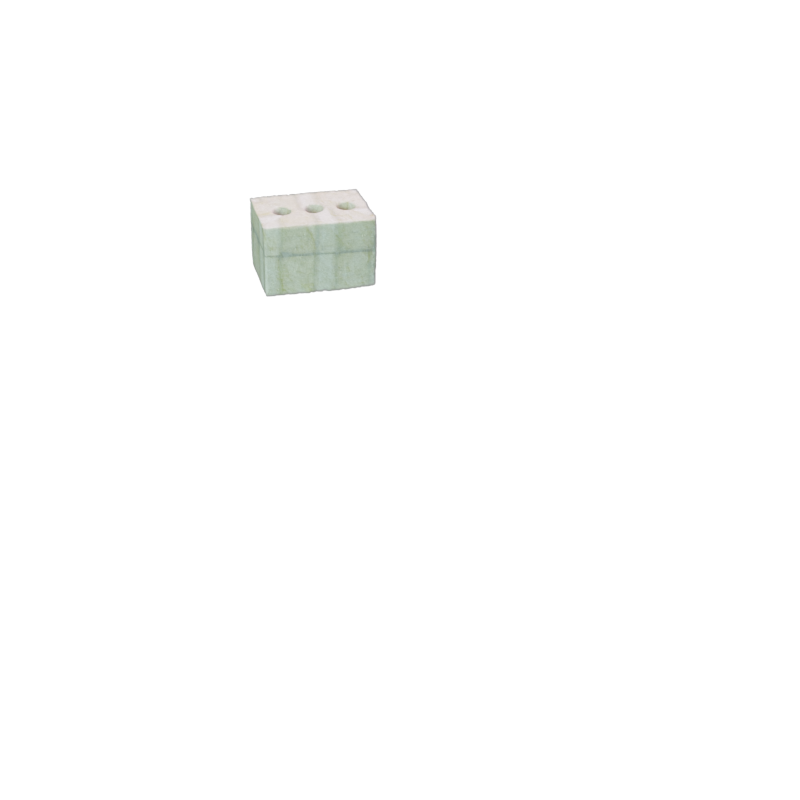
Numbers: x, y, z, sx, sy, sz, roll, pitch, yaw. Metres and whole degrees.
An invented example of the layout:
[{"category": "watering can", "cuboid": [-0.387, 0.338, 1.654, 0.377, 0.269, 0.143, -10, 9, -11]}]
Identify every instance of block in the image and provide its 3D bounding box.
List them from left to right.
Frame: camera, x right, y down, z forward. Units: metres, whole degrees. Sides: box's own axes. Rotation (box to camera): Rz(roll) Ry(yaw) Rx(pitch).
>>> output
[{"category": "block", "cuboid": [-0.059, -0.107, 0.748, 0.077, 0.048, 0.057, -7, 30, -13]}]
